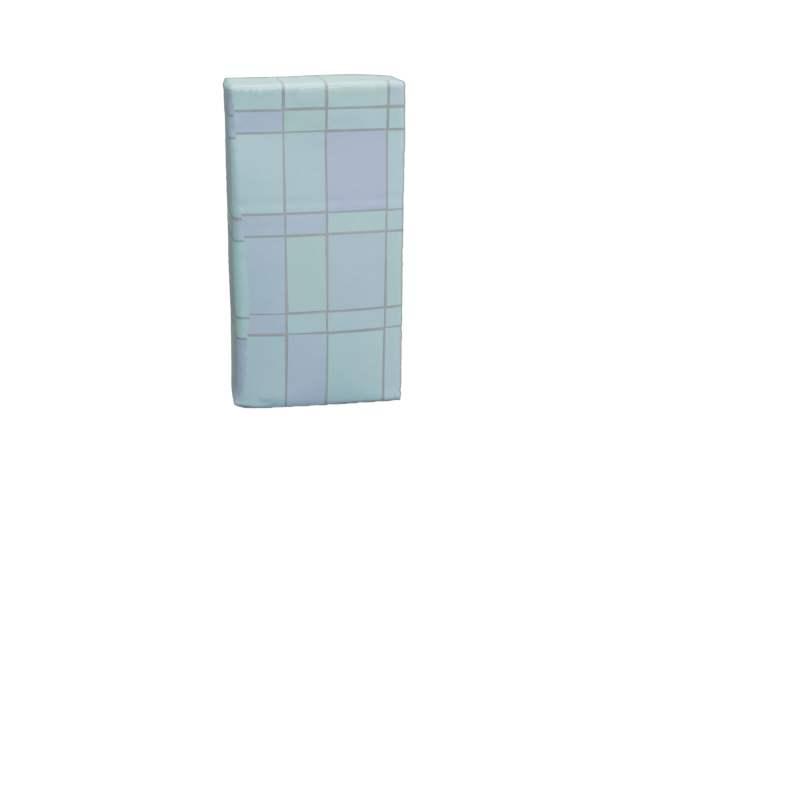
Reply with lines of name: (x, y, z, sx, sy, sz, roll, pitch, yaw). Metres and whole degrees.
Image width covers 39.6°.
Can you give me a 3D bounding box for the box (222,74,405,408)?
box: (-0.047, -0.085, 0.597, 0.092, 0.171, 0.050, -2, 14, -10)
